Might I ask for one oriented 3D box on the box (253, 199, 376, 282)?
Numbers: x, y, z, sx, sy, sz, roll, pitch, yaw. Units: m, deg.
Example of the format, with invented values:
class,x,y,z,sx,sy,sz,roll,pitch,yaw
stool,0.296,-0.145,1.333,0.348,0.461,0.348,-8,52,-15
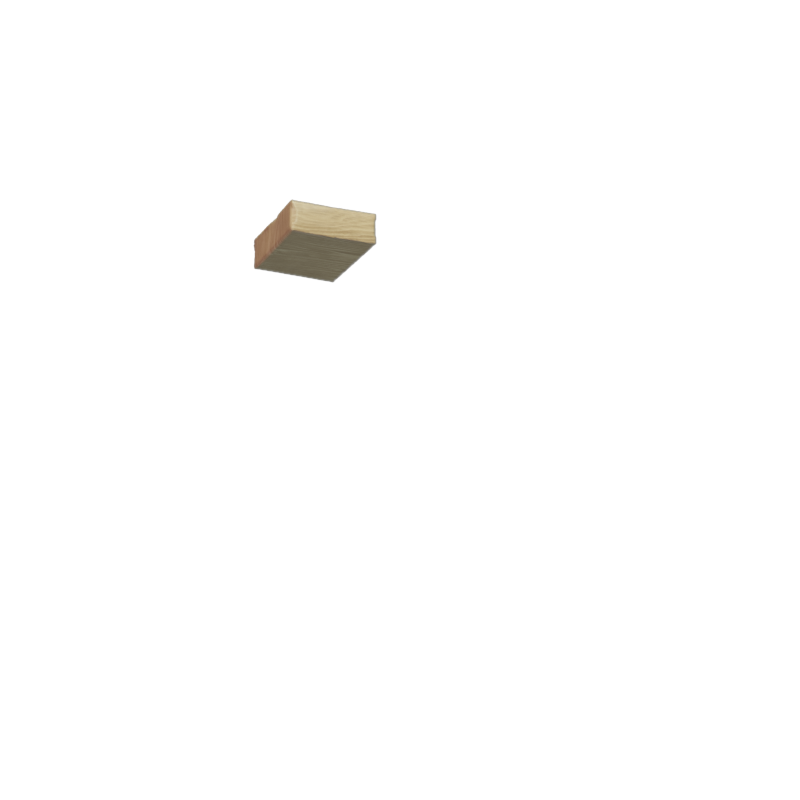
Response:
class,x,y,z,sx,sy,sz,roll,pitch,yaw
box,-0.070,-0.128,0.895,0.071,0.032,0.088,8,-19,-24
